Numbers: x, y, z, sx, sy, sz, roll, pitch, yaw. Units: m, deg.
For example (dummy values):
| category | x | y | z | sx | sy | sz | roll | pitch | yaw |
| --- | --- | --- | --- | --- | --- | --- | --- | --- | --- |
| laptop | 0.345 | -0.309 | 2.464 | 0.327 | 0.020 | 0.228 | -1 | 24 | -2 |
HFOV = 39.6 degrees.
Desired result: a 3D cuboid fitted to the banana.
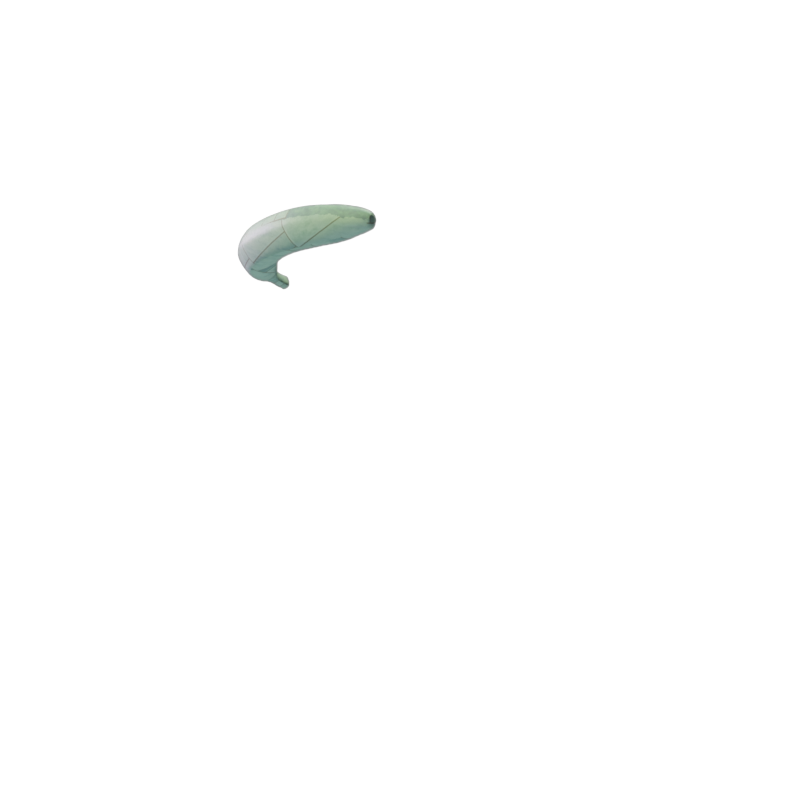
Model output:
| category | x | y | z | sx | sy | sz | roll | pitch | yaw |
| --- | --- | --- | --- | --- | --- | --- | --- | --- | --- |
| banana | -0.091 | -0.133 | 0.927 | 0.067 | 0.038 | 0.199 | 5 | -9 | -26 |
